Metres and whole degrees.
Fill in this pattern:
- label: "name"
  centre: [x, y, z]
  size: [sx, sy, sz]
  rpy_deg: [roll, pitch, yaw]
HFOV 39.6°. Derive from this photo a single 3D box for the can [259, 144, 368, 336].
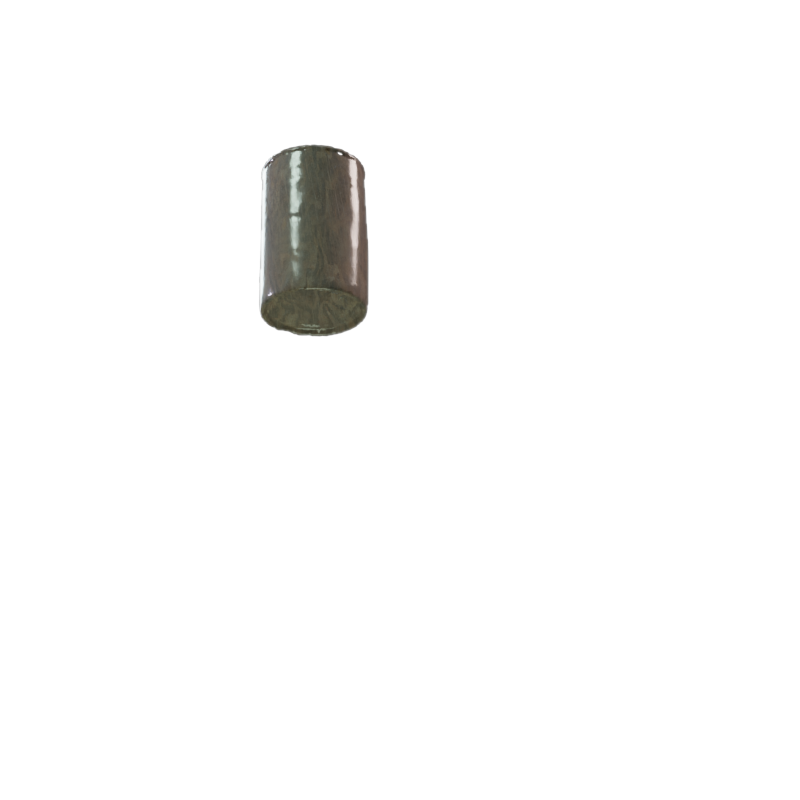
- label: "can"
  centre: [-0.055, -0.099, 0.696]
  size: [0.068, 0.109, 0.065]
  rpy_deg: [0, -28, -2]
